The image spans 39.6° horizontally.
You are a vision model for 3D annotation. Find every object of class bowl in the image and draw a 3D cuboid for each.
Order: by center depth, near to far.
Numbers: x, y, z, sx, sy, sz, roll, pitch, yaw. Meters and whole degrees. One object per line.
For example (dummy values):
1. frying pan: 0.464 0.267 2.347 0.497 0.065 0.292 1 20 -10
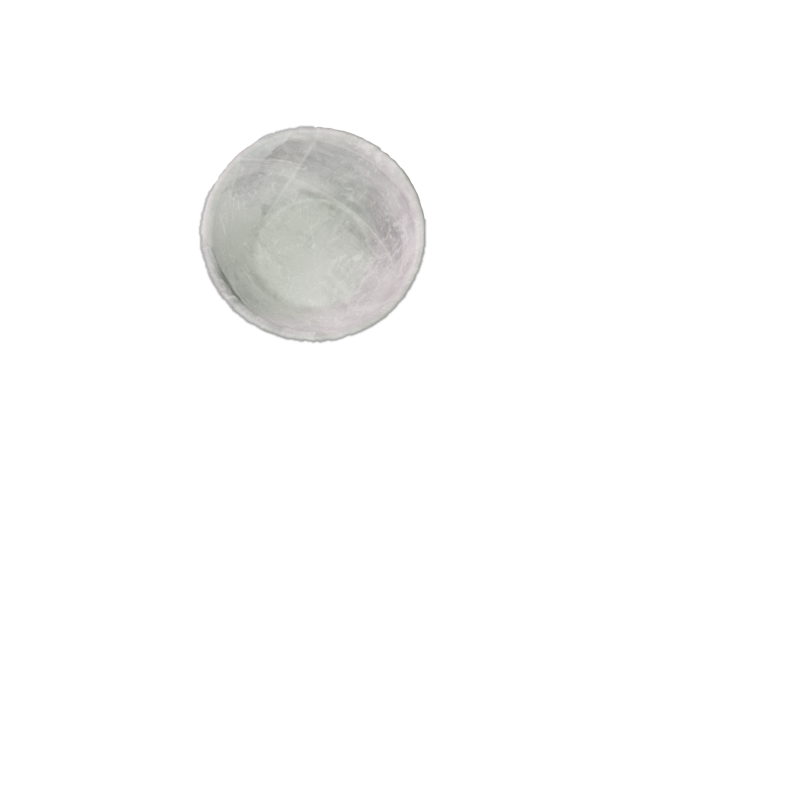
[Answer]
1. bowl: -0.064 -0.117 0.818 0.162 0.169 0.053 -1 -16 -1
